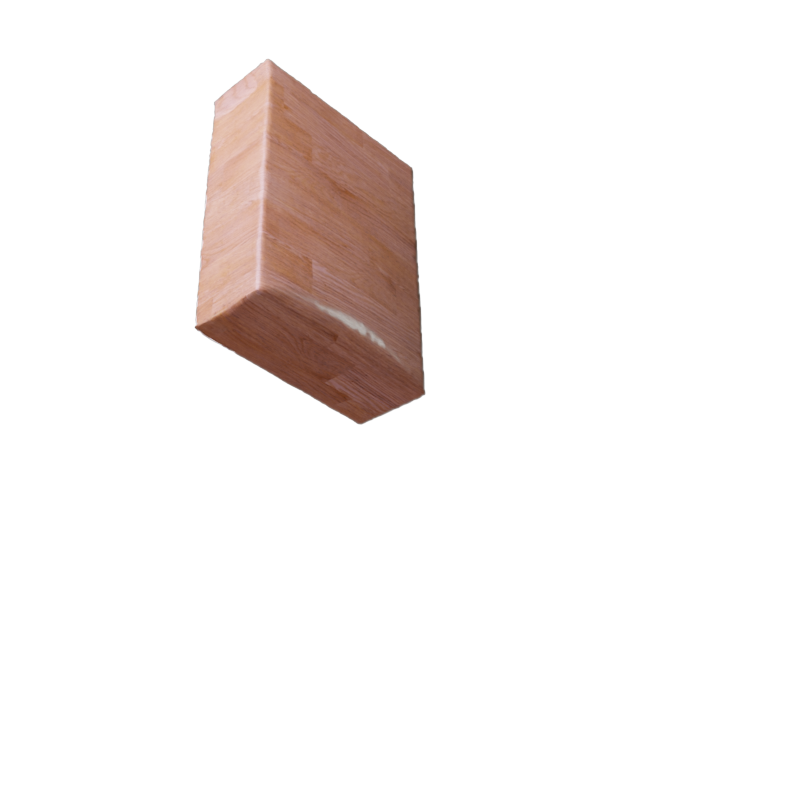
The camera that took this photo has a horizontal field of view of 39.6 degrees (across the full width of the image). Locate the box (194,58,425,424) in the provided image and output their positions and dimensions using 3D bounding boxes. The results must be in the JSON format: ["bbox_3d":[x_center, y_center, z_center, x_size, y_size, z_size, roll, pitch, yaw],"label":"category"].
[{"bbox_3d":[-0.062,-0.113,0.794,0.072,0.229,0.153,-31,-44,32],"label":"box"}]
